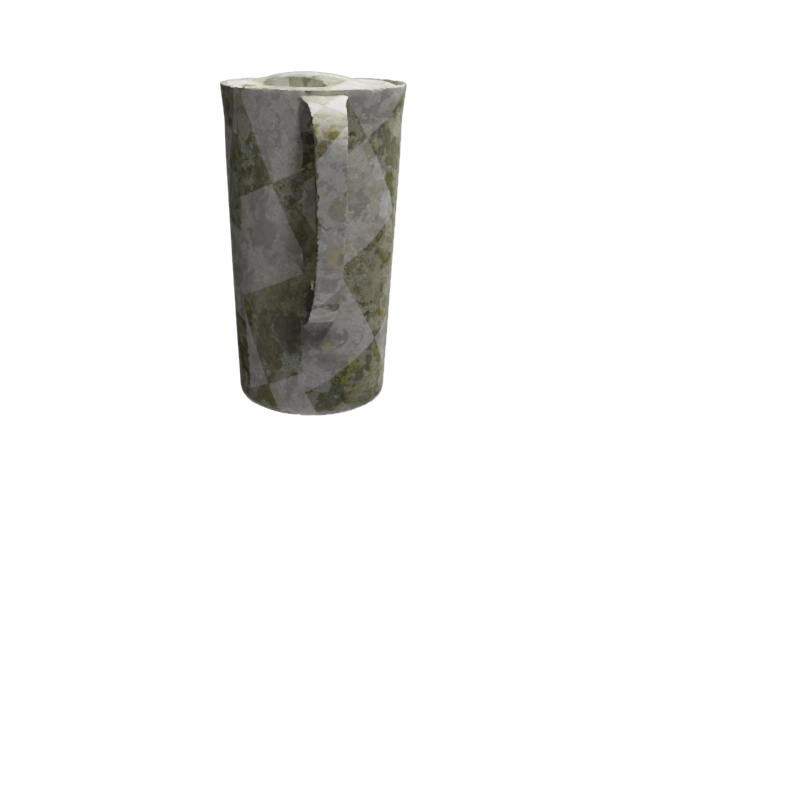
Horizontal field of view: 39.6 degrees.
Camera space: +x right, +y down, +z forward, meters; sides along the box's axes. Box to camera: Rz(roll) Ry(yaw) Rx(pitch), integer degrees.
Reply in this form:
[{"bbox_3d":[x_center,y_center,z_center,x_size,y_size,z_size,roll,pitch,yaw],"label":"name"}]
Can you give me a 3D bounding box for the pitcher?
[{"bbox_3d":[-0.063,-0.115,0.805,0.152,0.236,0.147,10,17,33],"label":"pitcher"}]
